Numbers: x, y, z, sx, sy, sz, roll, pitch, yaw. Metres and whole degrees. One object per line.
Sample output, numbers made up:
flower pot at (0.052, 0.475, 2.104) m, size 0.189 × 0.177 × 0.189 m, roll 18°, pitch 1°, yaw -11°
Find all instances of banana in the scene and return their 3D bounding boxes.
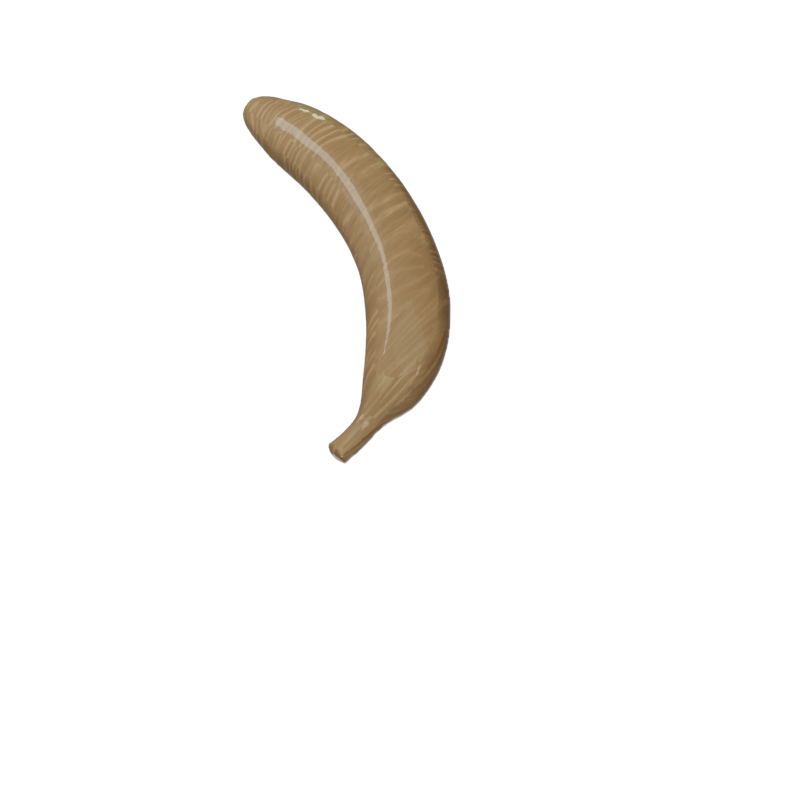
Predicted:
banana at (-0.021, -0.072, 0.504) m, size 0.069 × 0.213 × 0.034 m, roll -12°, pitch -32°, yaw -8°
